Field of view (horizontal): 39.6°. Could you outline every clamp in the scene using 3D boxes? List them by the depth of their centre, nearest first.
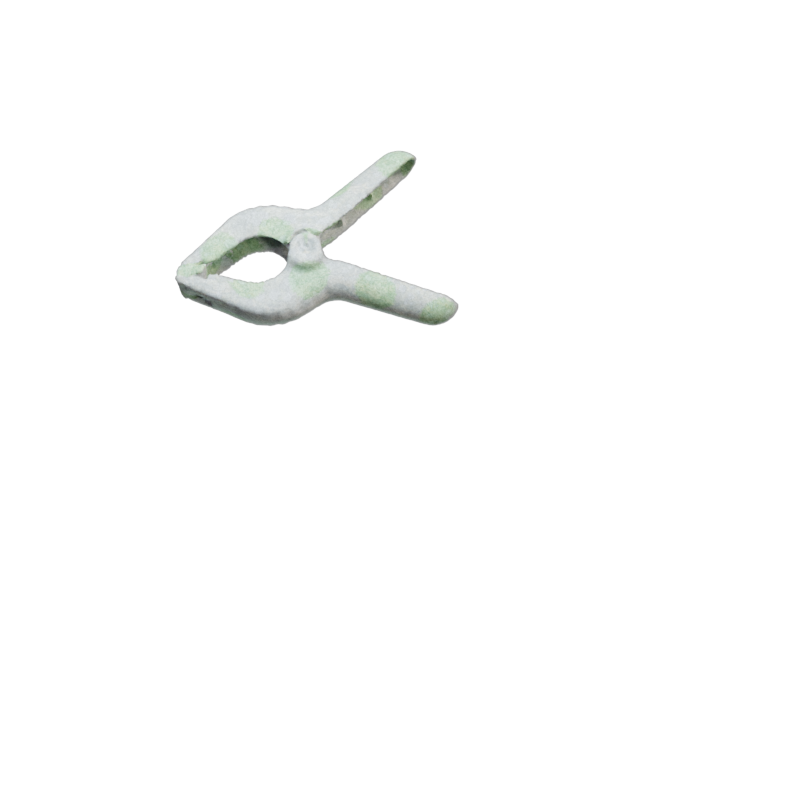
[{"bbox_3d":[-0.055,-0.100,0.698,0.171,0.128,0.037,-3,-30,-2],"label":"clamp"}]
